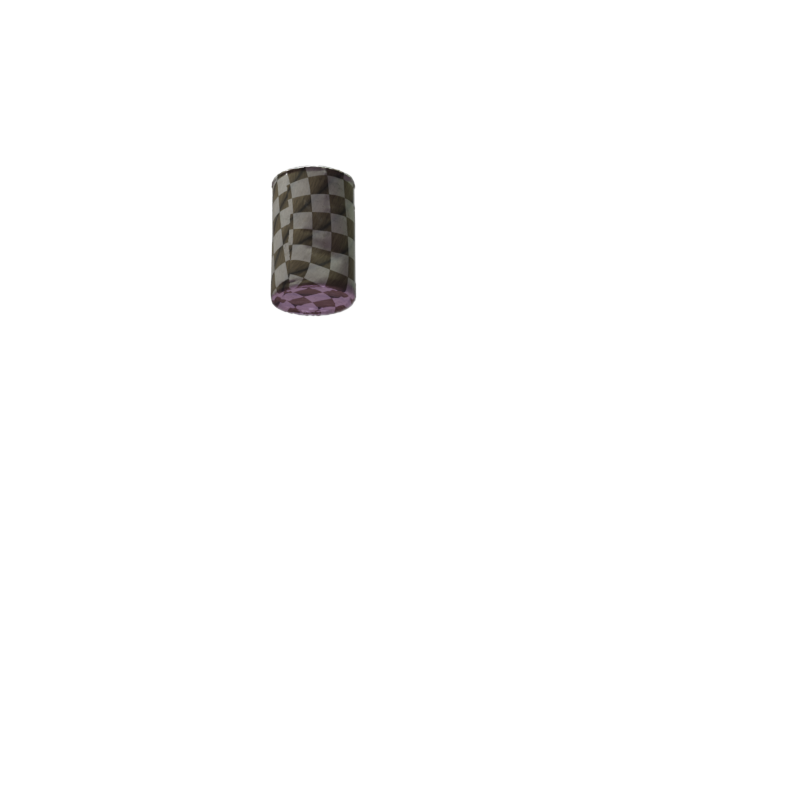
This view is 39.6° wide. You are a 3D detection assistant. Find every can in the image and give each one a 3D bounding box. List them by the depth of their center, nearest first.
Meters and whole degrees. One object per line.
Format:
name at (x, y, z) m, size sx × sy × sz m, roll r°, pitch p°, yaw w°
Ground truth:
can at (-0.069, -0.125, 0.879) m, size 0.068 × 0.108 × 0.065 m, roll 0°, pitch -21°, yaw -2°
